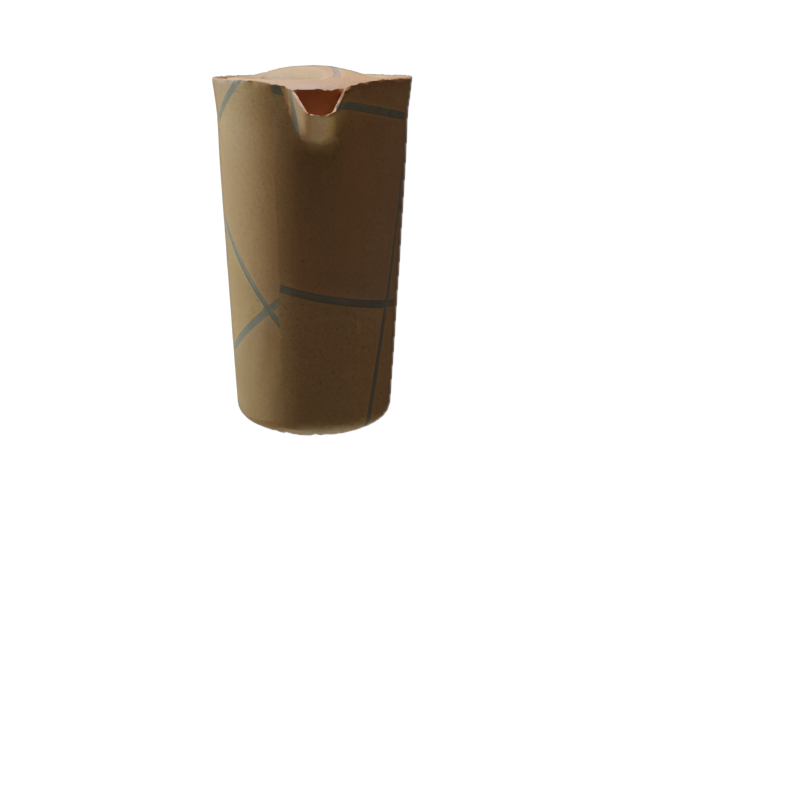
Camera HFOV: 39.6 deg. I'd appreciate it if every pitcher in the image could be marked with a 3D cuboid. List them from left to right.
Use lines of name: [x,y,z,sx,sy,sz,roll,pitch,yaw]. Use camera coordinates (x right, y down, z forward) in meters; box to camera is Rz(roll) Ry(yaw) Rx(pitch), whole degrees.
pitcher: [-0.060,-0.110,0.771,0.152,0.236,0.146,11,17,37]
